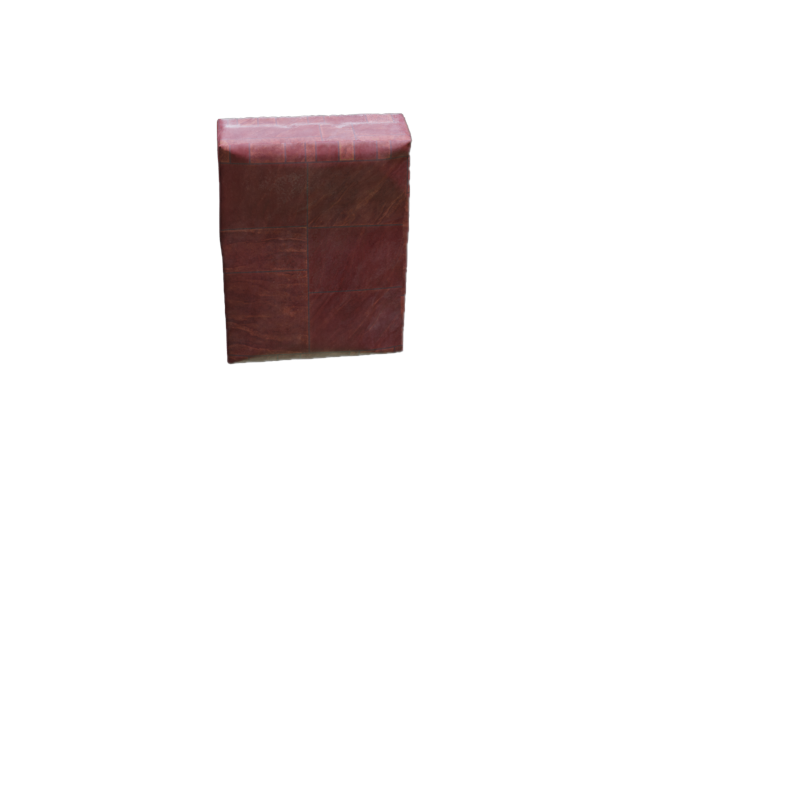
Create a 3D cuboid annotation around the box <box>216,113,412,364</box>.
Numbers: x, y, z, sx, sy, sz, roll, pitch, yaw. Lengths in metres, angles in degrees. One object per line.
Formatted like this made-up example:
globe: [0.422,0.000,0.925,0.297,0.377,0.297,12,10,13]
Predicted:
box: [-0.076,-0.139,0.977,0.163,0.201,0.077,-2,30,-6]
